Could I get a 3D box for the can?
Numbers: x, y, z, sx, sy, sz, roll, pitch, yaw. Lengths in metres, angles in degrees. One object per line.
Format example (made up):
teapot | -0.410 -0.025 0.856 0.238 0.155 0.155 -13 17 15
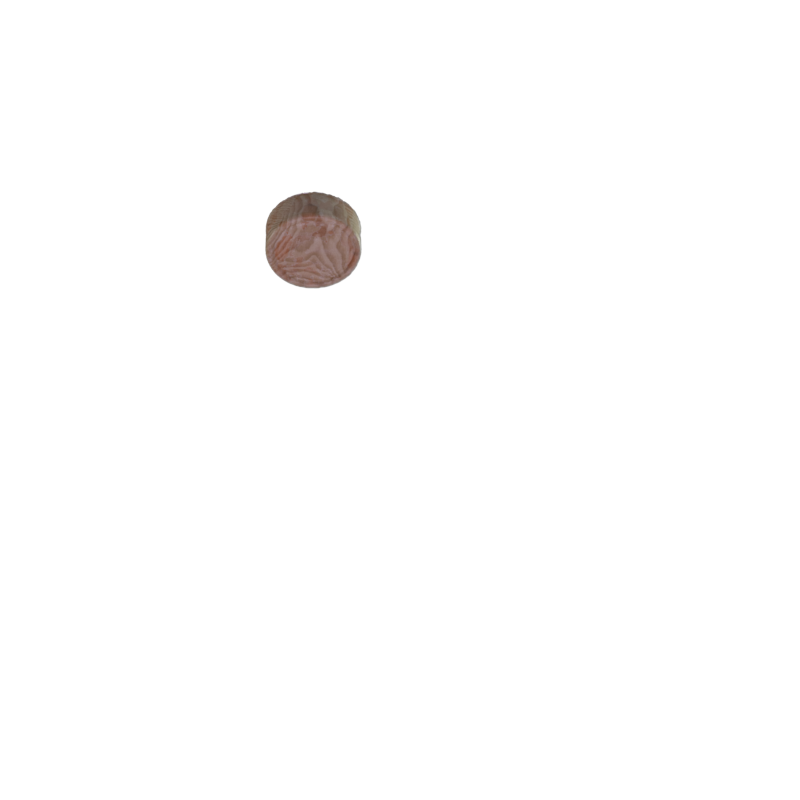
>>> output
can | -0.077 -0.140 0.979 0.086 0.080 0.036 1 42 -1
